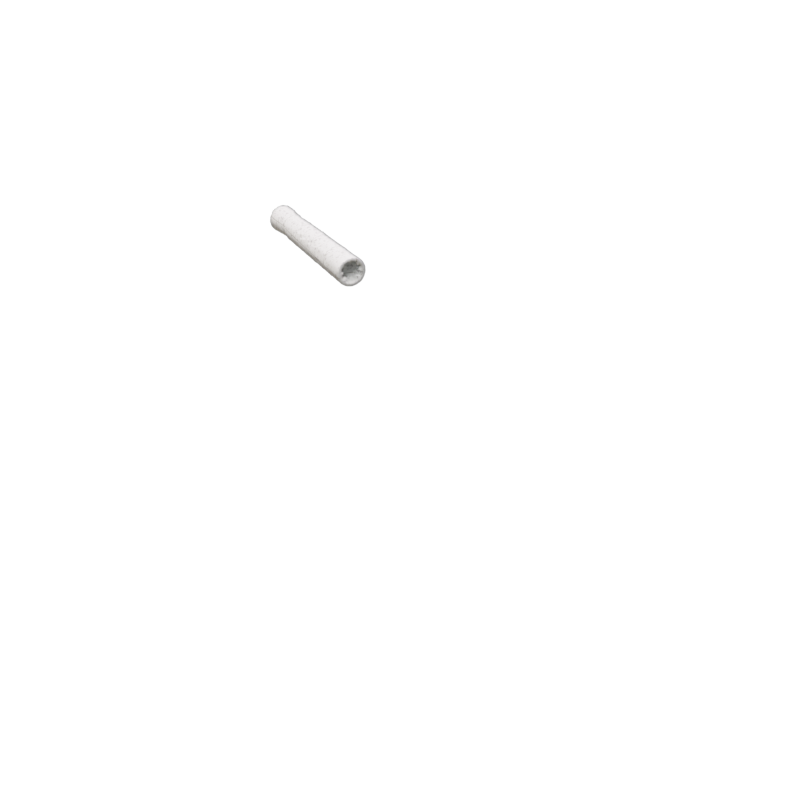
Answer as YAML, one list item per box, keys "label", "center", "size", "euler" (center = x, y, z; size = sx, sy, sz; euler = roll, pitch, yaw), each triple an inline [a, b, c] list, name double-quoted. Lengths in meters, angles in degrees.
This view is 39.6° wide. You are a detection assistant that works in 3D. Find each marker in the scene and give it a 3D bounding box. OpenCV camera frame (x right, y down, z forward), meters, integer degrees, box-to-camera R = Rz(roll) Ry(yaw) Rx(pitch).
- label: "marker"
  center: [-0.056, -0.102, 0.716]
  size: [0.019, 0.019, 0.129]
  euler: [-2, 24, -26]
